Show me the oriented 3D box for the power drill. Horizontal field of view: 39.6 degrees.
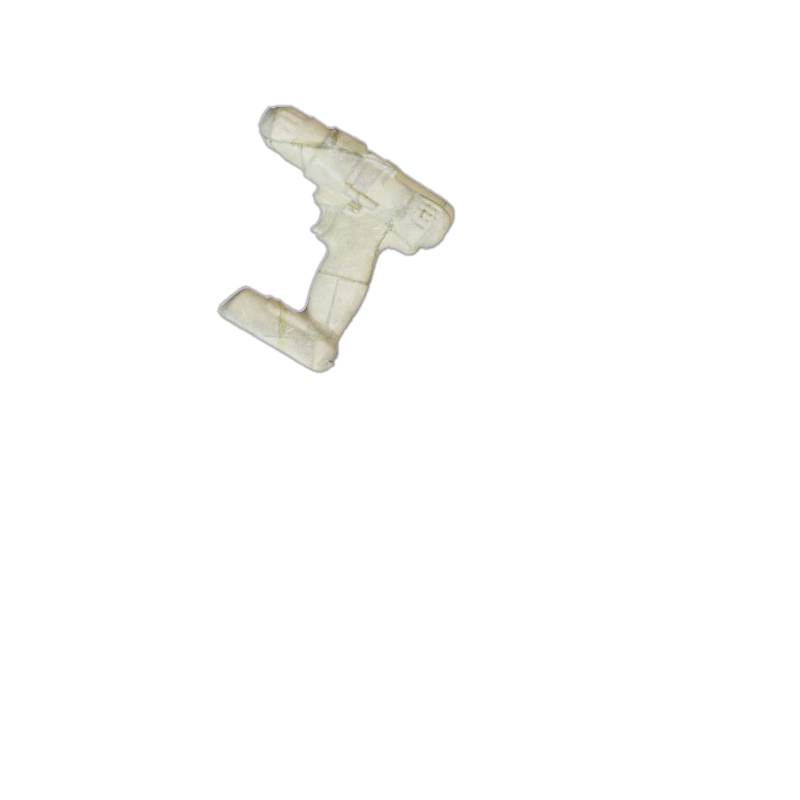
[{"bbox_3d":[-0.073,-0.133,0.934,0.185,0.188,0.057,32,-2,1],"label":"power drill"}]
